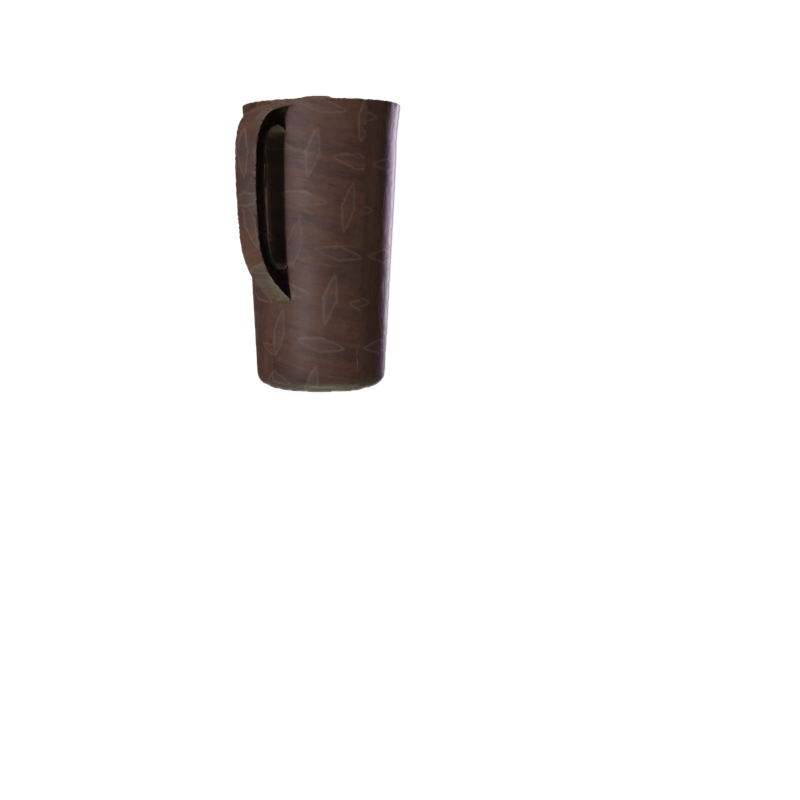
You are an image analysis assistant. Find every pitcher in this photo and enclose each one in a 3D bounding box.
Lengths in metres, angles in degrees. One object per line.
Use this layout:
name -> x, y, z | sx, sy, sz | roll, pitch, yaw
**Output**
pitcher -> -0.073, -0.133, 0.928 | 0.146, 0.242, 0.148 | -1, 2, -14
